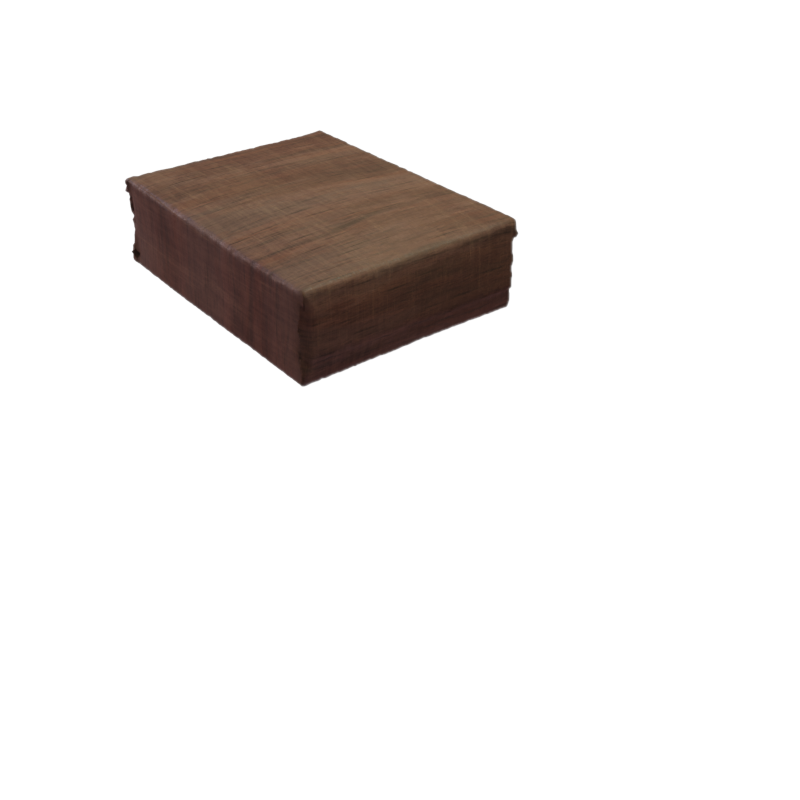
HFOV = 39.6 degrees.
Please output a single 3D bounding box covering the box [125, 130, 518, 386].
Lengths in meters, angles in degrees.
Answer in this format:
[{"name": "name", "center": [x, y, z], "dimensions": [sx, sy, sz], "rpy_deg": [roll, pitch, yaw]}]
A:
[{"name": "box", "center": [-0.030, -0.056, 0.390], "dimensions": [0.089, 0.037, 0.121], "rpy_deg": [-21, 35, -33]}]
